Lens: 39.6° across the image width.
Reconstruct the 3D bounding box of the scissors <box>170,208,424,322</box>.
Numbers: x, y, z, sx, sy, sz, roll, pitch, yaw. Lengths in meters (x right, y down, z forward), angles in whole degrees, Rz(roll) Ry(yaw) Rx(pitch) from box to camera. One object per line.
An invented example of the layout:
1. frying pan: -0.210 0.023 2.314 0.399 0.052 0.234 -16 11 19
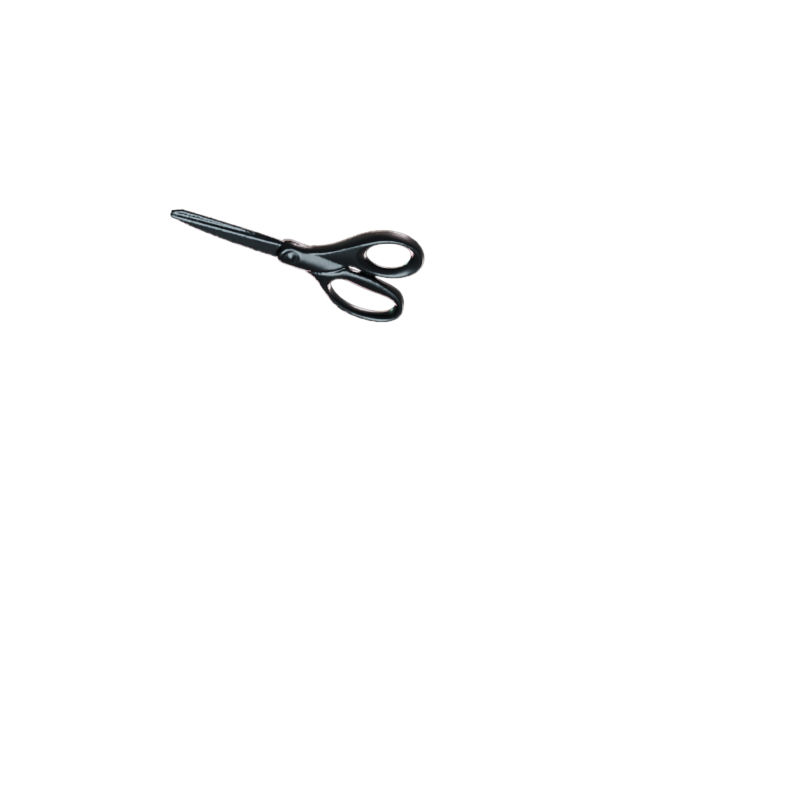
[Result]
1. scissors: -0.066 -0.121 0.849 0.191 0.017 0.094 31 -54 -26
